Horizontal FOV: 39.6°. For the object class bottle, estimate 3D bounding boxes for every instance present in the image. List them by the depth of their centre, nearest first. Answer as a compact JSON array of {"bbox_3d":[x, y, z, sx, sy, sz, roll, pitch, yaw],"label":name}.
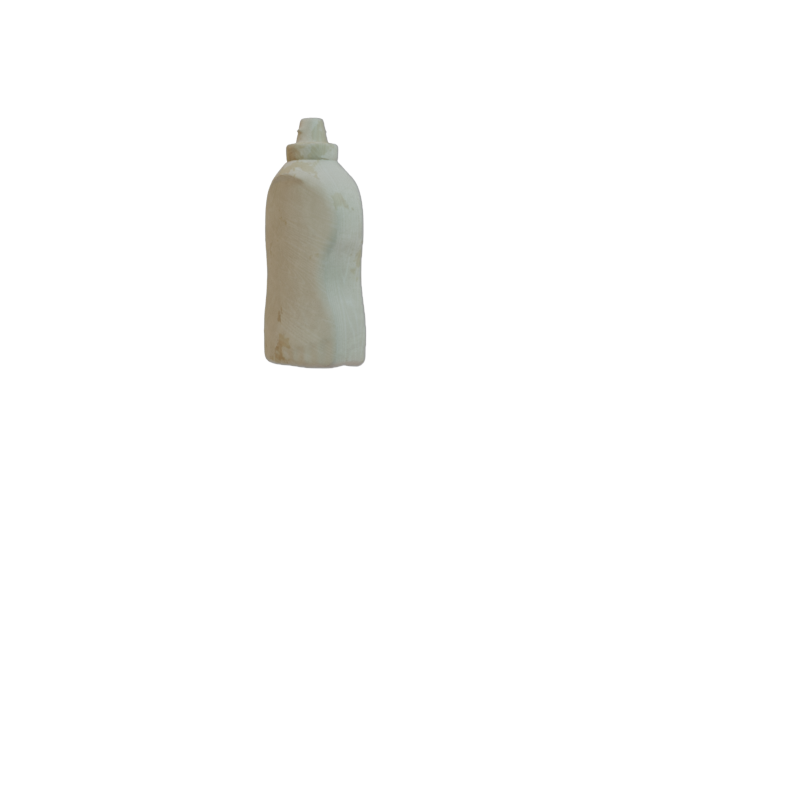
[{"bbox_3d":[-0.068,-0.123,0.863,0.056,0.192,0.100,1,0,-37],"label":"bottle"}]
